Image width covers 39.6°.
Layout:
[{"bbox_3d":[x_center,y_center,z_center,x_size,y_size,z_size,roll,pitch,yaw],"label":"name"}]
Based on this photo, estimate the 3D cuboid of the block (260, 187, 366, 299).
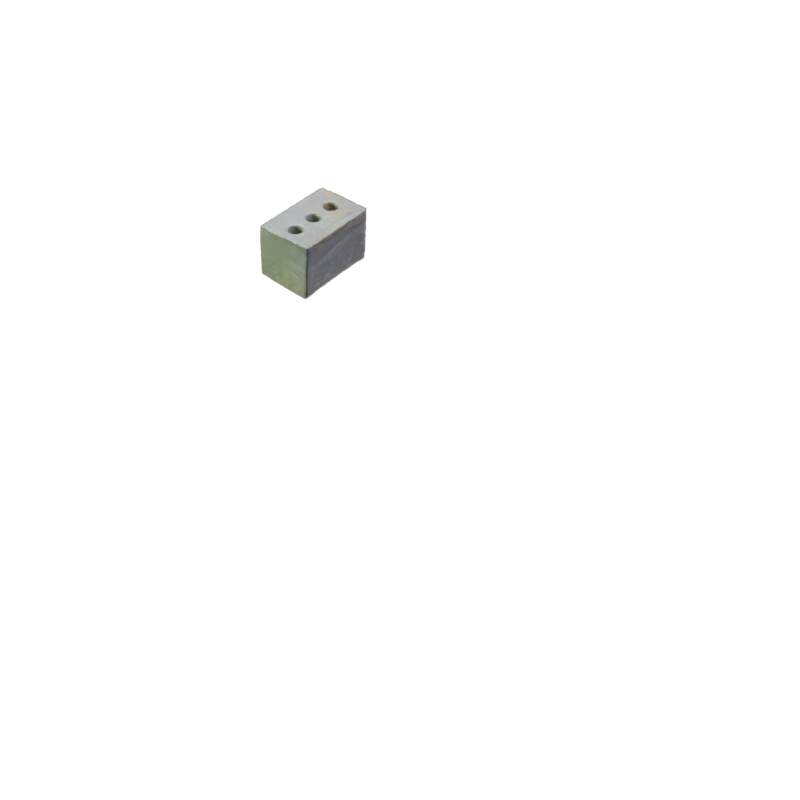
[{"bbox_3d":[-0.072,-0.132,0.921,0.056,0.048,0.079,28,47,27],"label":"block"}]
